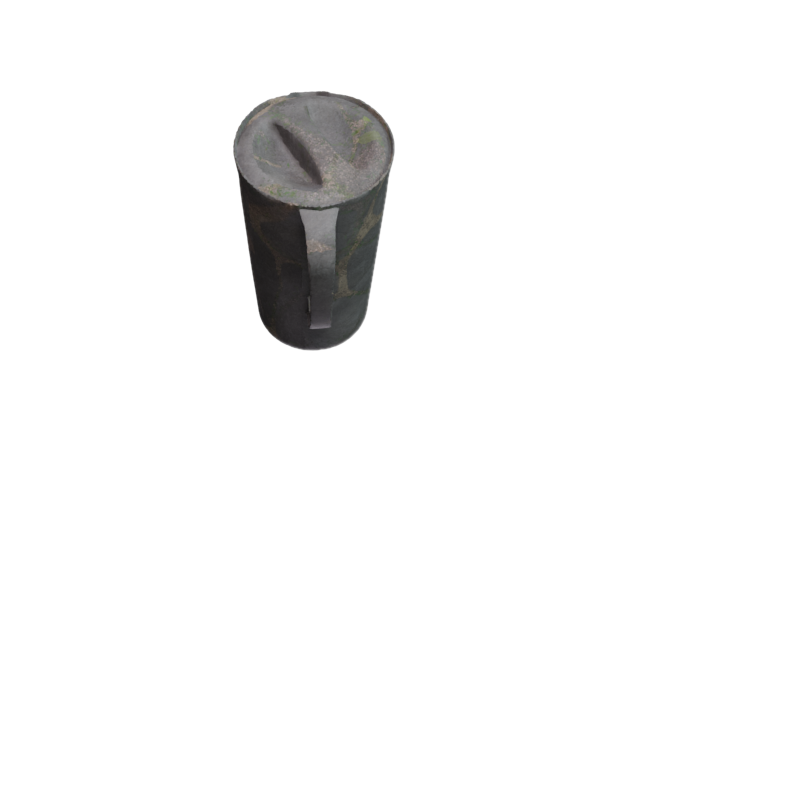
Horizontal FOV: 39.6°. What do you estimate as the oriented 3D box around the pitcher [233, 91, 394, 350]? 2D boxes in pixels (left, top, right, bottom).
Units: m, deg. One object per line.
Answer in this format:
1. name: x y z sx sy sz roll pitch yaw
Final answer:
1. pitcher: -0.078 -0.142 0.995 0.152 0.152 0.227 34 -29 19
